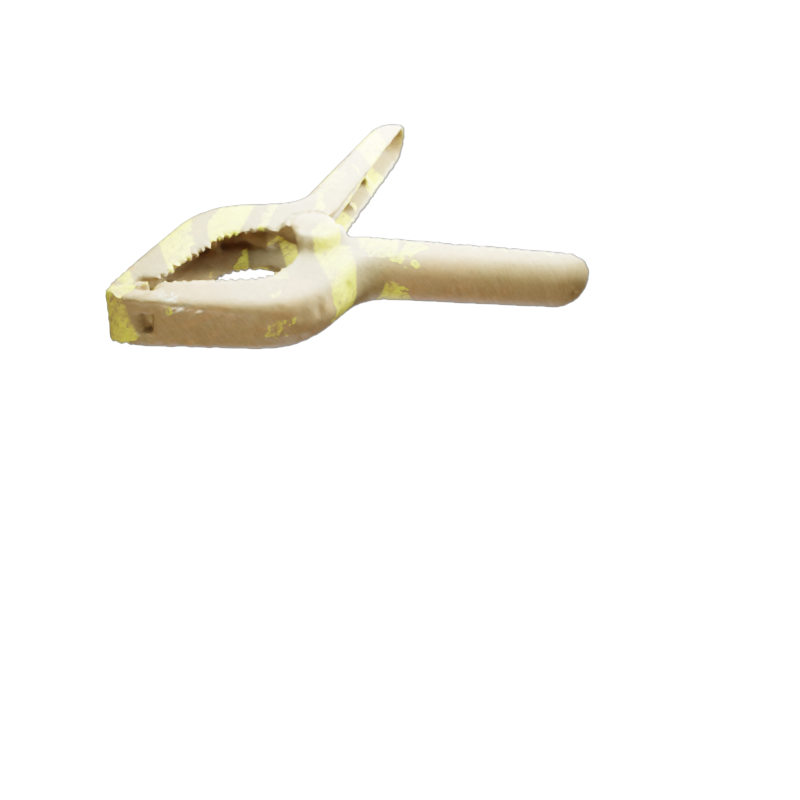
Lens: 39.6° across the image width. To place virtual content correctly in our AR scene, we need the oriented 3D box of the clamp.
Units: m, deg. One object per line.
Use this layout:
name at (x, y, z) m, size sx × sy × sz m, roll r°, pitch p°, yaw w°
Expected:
clamp at (-0.041, -0.076, 0.530) m, size 0.207 × 0.034 × 0.178 m, roll -16°, pitch 41°, yaw -19°
